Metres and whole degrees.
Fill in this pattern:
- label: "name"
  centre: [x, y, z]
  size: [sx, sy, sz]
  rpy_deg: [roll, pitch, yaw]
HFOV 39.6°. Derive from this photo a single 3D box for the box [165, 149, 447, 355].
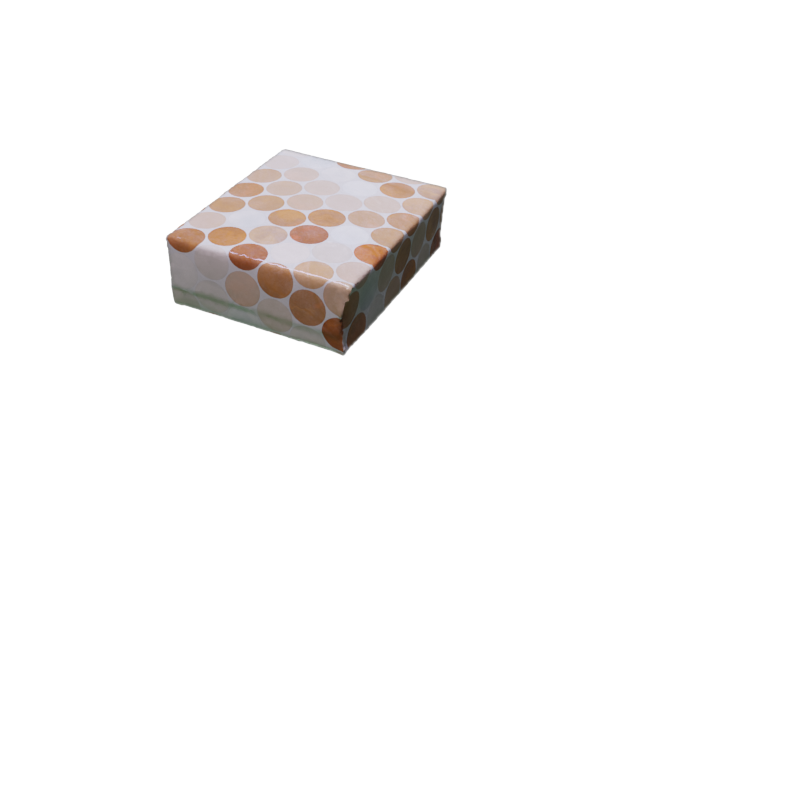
- label: "box"
  centre: [-0.040, -0.073, 0.513]
  size: [0.093, 0.036, 0.117]
  rpy_deg: [15, 38, 19]
